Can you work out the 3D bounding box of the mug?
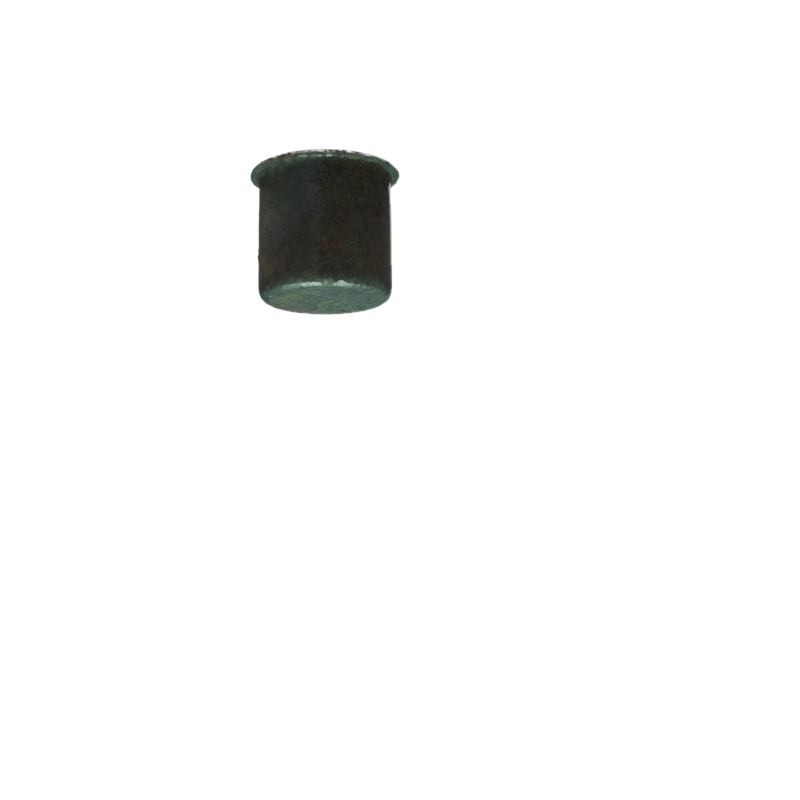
[{"bbox_3d":[-0.054,-0.099,0.692,0.089,0.084,0.119,10,-15,-39],"label":"mug"}]
